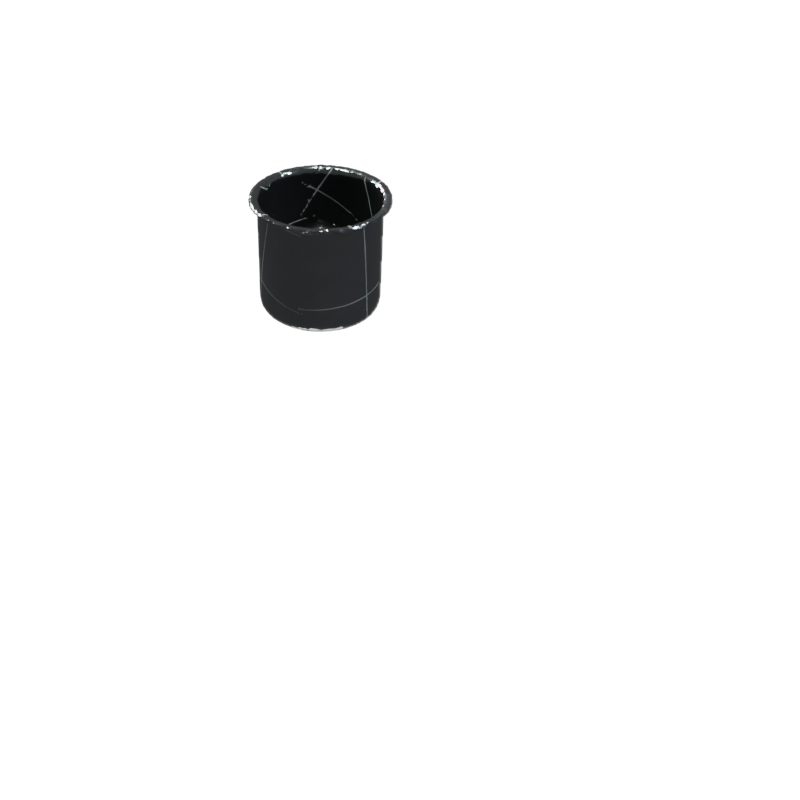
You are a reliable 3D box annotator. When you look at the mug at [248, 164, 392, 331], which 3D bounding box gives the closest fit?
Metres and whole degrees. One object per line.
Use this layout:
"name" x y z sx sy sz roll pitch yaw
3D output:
"mug" -0.058 -0.106 0.742 0.092 0.076 0.127 -14 38 -21
